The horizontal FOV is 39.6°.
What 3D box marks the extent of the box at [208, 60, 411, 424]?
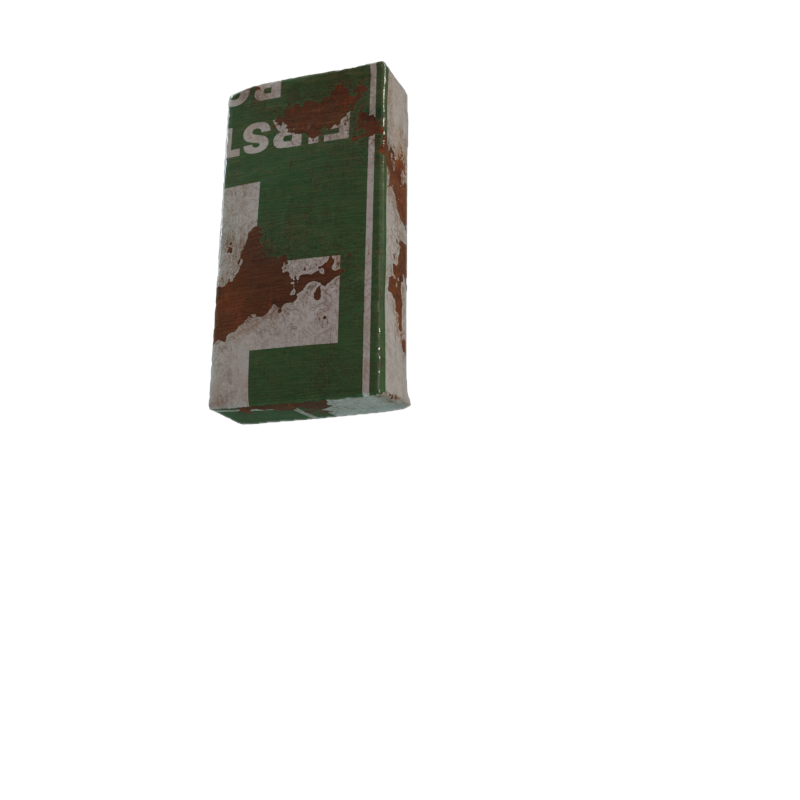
[{"bbox_3d":[-0.044,-0.081,0.564,0.095,0.184,0.045,-8,-20,20],"label":"box"}]
